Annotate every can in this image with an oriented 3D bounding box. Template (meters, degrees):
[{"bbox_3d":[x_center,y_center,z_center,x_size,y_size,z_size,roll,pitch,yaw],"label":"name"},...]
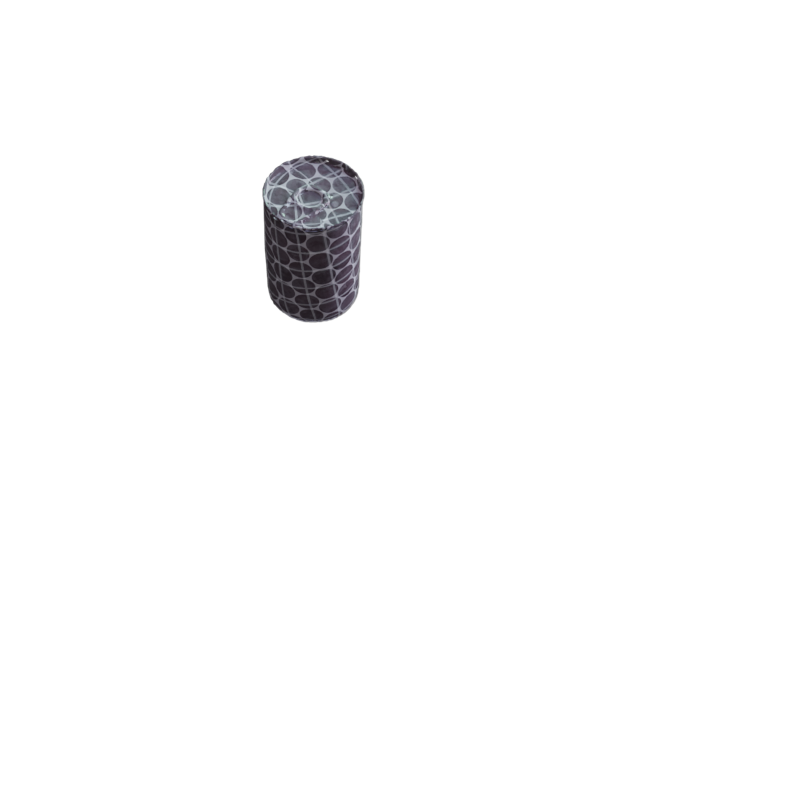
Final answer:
[{"bbox_3d":[-0.060,-0.110,0.770,0.068,0.073,0.095,0,-37,-3],"label":"can"}]
